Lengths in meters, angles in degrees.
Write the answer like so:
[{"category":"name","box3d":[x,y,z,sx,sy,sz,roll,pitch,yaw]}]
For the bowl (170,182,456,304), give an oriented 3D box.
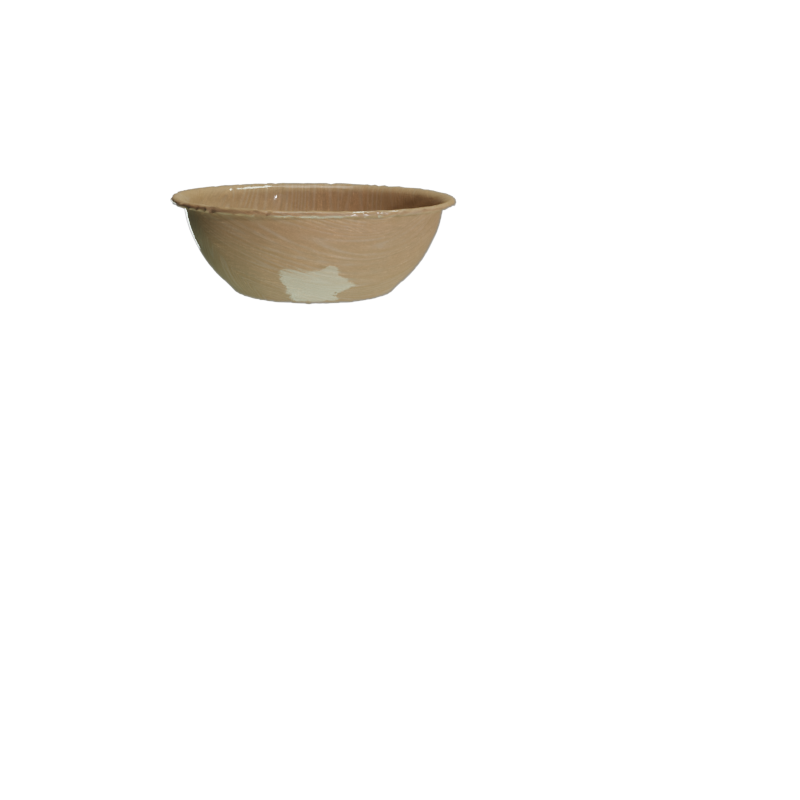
[{"category":"bowl","box3d":[-0.050,-0.090,0.633,0.162,0.054,0.167,0,15,-2]}]
